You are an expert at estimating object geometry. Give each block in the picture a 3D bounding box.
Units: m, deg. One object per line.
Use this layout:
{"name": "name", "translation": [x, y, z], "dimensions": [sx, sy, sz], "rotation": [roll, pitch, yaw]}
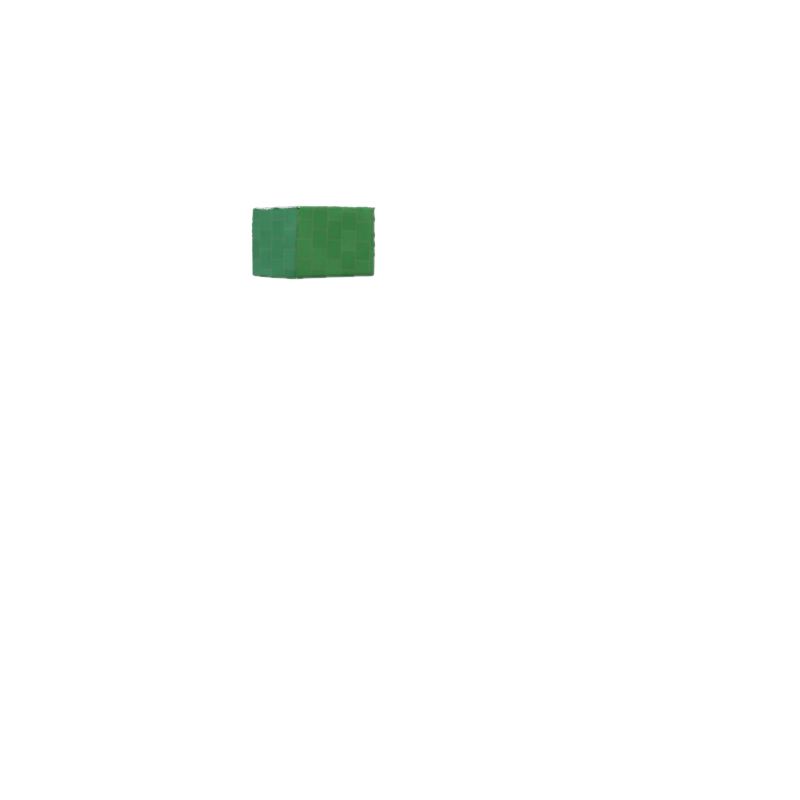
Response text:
{"name": "block", "translation": [-0.063, -0.116, 0.809], "dimensions": [0.075, 0.051, 0.055], "rotation": [-6, 8, -44]}
